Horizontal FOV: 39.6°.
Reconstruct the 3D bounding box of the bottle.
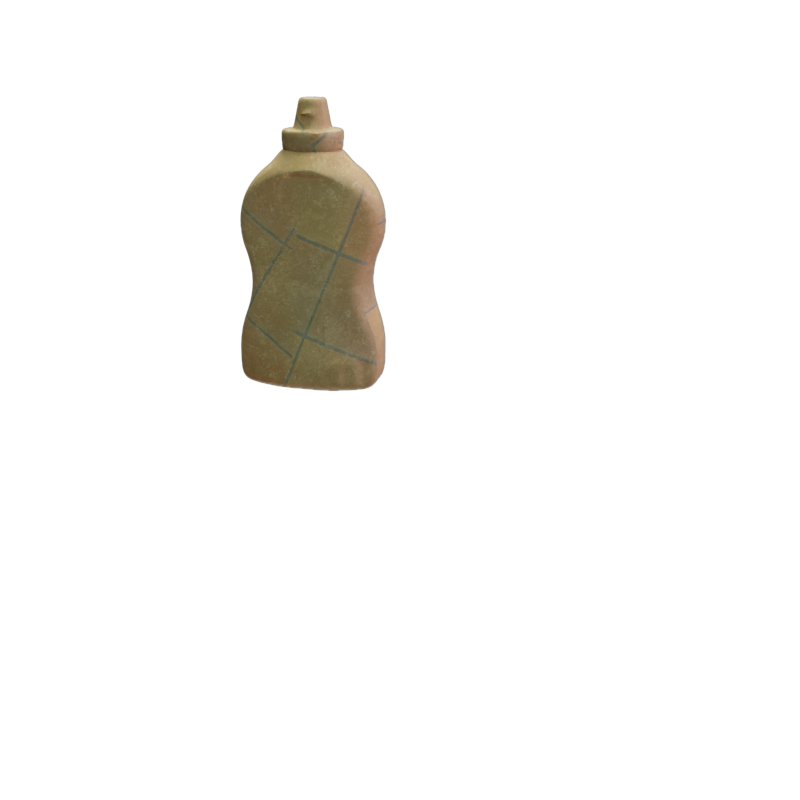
[{"bbox_3d":[-0.058,-0.105,0.739,0.098,0.186,0.059,4,12,15],"label":"bottle"}]
